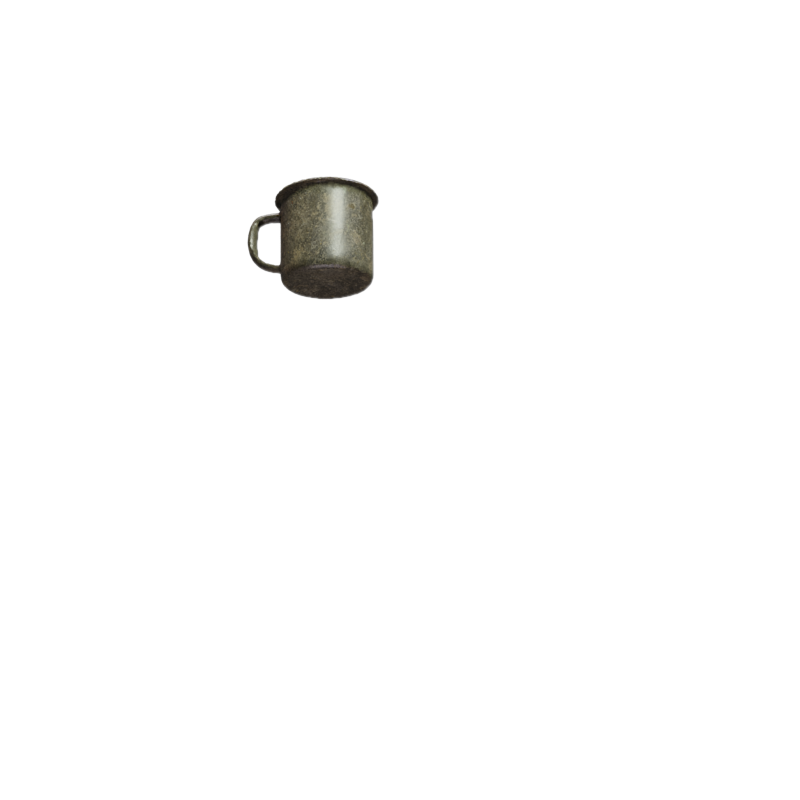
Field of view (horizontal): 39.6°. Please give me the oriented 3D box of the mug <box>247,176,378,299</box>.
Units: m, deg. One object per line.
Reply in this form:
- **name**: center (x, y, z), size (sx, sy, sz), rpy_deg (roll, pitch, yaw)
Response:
- **mug**: center (-0.077, -0.140, 0.979), size (0.117, 0.086, 0.088), rpy_deg (-1, -20, 2)
